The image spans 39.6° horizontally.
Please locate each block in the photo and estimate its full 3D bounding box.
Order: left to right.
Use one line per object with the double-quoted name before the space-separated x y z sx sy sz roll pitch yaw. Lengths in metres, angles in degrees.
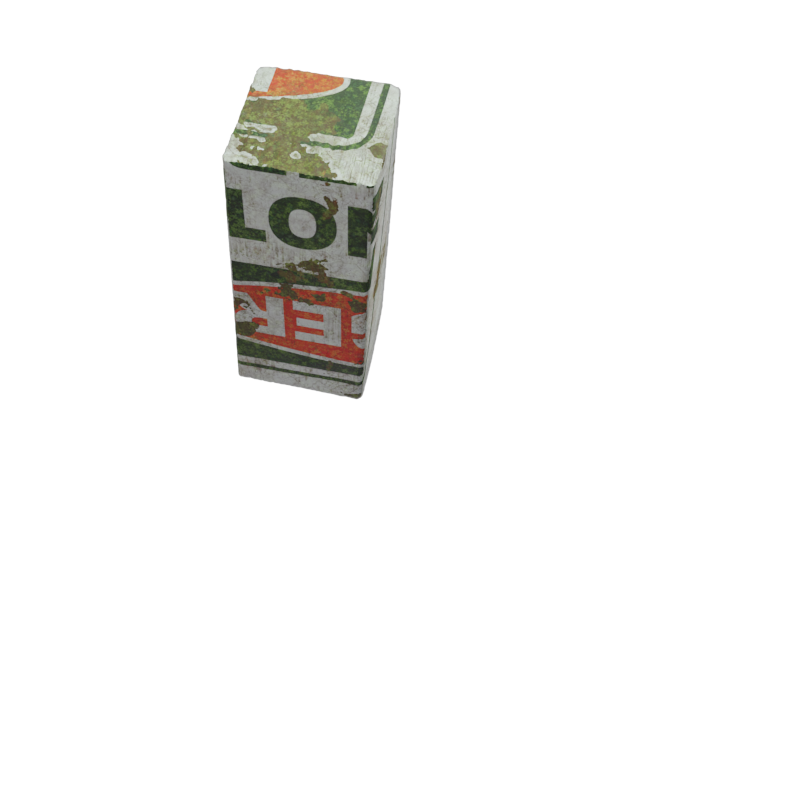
"block" -0.056 -0.103 0.718 0.092 0.095 0.192 10 -38 4
